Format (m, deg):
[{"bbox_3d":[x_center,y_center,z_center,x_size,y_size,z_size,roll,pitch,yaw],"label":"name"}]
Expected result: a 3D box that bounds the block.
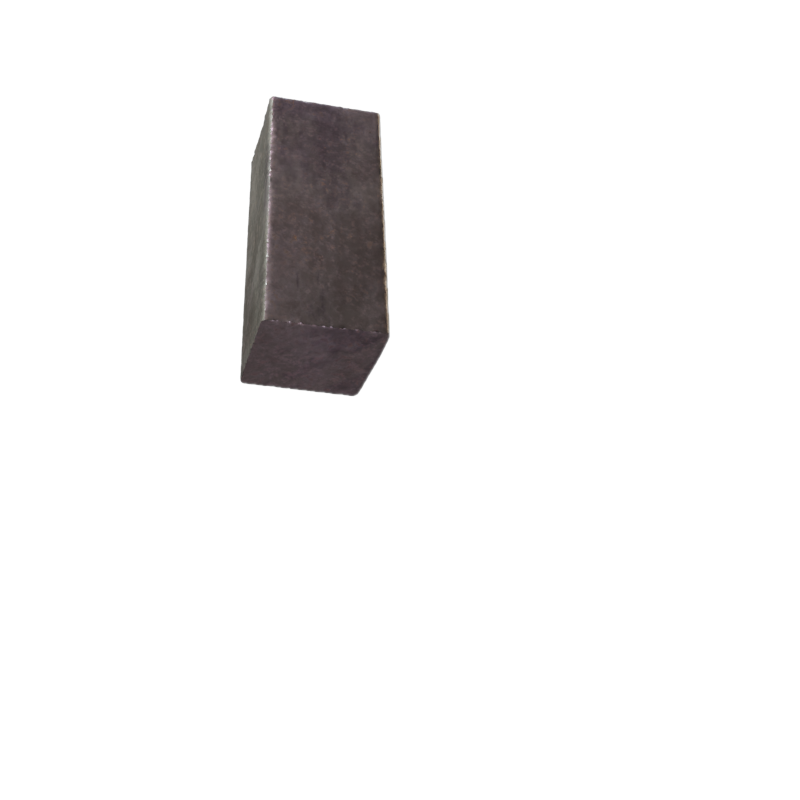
[{"bbox_3d":[-0.065,-0.119,0.834,0.089,0.221,0.086,7,-35,-14],"label":"block"}]
